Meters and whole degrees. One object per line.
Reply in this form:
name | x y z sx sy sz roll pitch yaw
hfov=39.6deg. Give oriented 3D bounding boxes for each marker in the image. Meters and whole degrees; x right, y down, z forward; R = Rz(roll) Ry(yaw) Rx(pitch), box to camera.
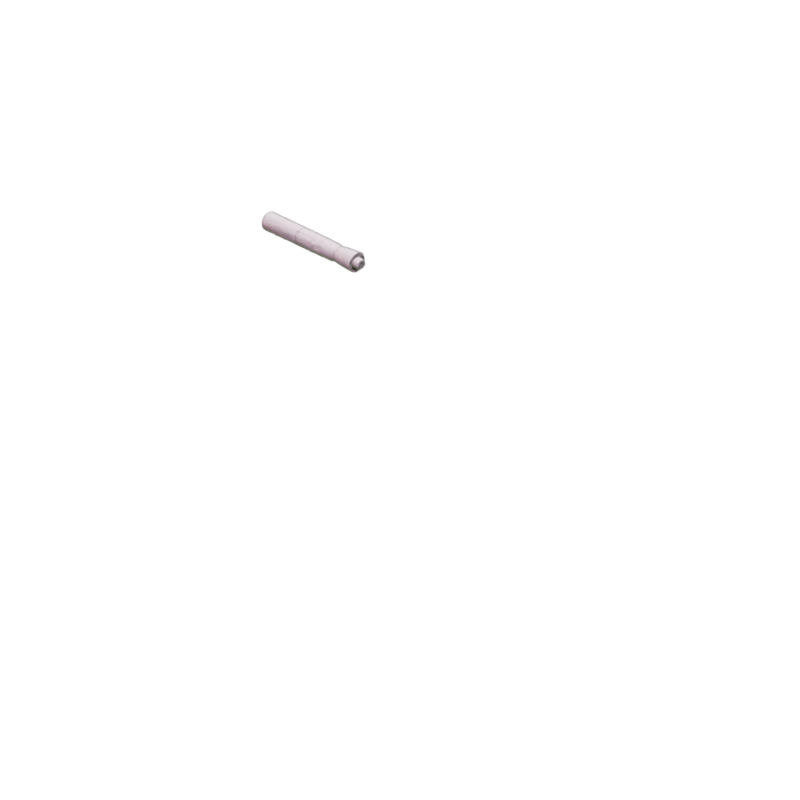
marker | -0.076 -0.138 0.970 0.019 0.019 0.129 -4 25 -46
